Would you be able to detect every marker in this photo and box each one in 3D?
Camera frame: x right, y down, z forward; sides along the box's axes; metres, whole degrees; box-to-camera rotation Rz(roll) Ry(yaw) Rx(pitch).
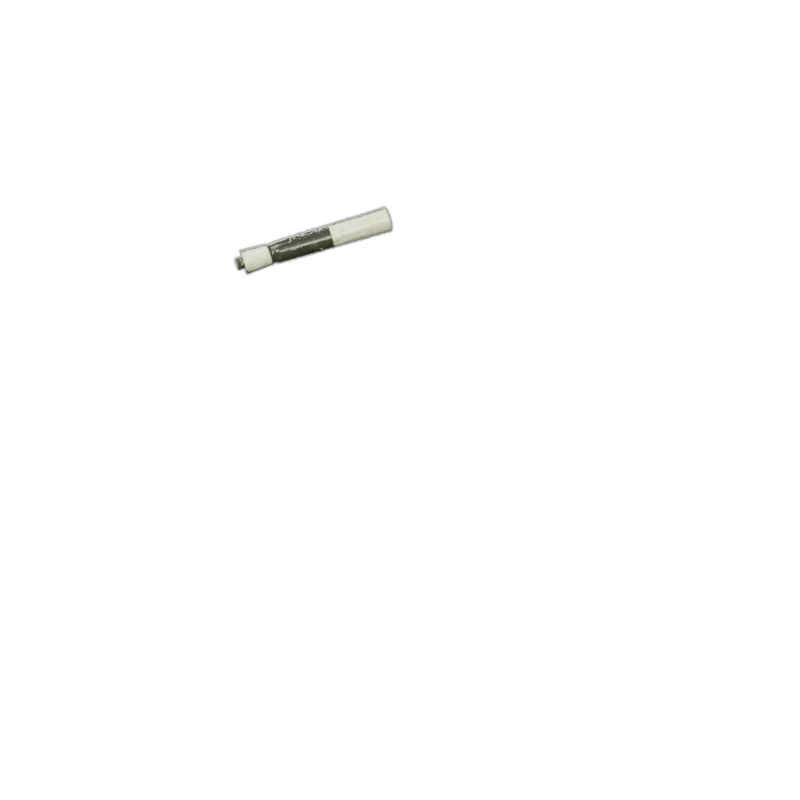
[{"bbox_3d":[-0.066,-0.119,0.837,0.120,0.020,0.020,-17,6,-5],"label":"marker"}]
